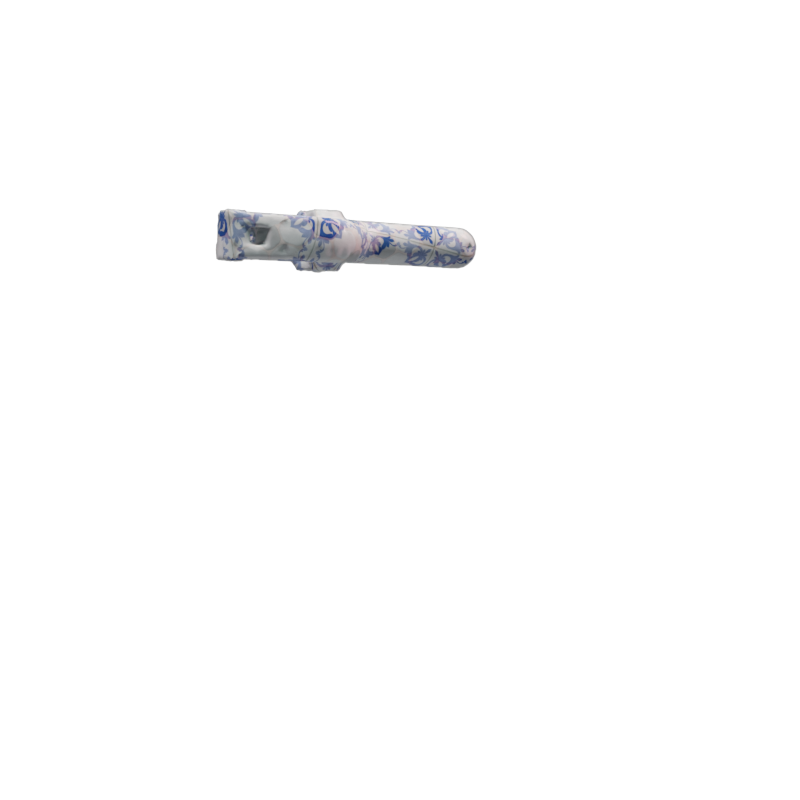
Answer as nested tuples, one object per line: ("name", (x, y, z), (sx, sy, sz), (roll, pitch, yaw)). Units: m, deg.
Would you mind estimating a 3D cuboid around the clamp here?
("clamp", (-0.051, -0.094, 0.658), (0.164, 0.040, 0.124), (0, 0, -44))
